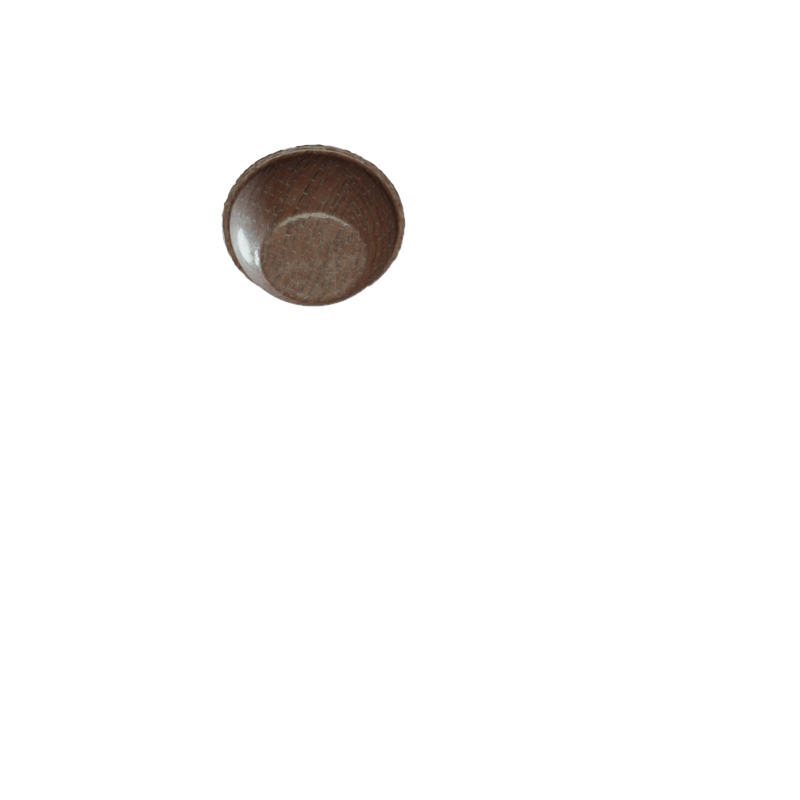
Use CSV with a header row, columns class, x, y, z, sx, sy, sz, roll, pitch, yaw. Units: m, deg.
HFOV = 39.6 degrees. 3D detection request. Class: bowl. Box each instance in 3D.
class,x,y,z,sx,sy,sz,roll,pitch,yaw
bowl,-0.075,-0.136,0.954,0.162,0.152,0.059,1,35,-1
